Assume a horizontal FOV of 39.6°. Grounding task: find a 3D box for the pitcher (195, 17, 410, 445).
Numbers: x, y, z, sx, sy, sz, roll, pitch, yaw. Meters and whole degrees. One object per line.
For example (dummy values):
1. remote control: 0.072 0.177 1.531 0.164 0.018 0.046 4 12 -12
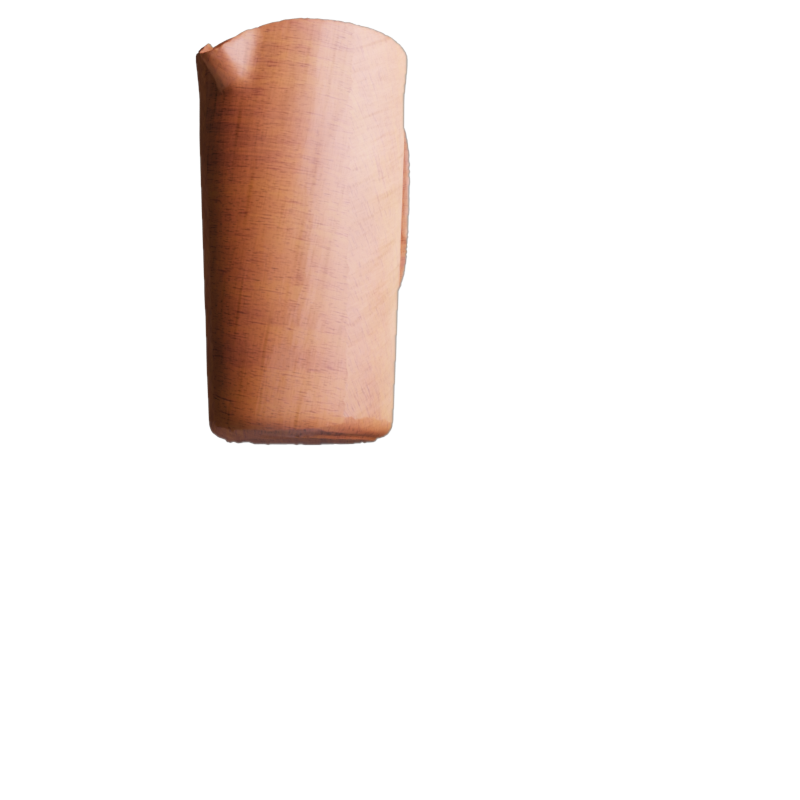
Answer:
1. pitcher: -0.053 -0.097 0.680 0.147 0.250 0.143 1 -11 -10
